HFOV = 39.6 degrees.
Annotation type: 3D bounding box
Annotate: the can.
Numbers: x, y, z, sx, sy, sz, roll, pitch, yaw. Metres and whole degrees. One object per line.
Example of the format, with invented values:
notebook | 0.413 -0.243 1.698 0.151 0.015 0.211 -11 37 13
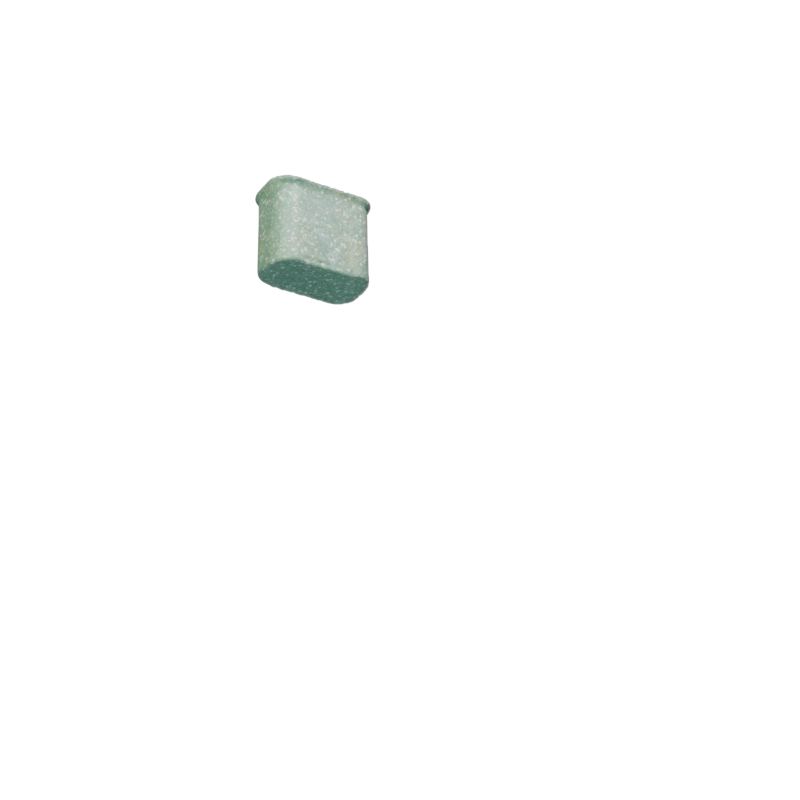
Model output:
can | -0.076 -0.138 0.969 0.097 0.089 0.057 15 -32 -28
